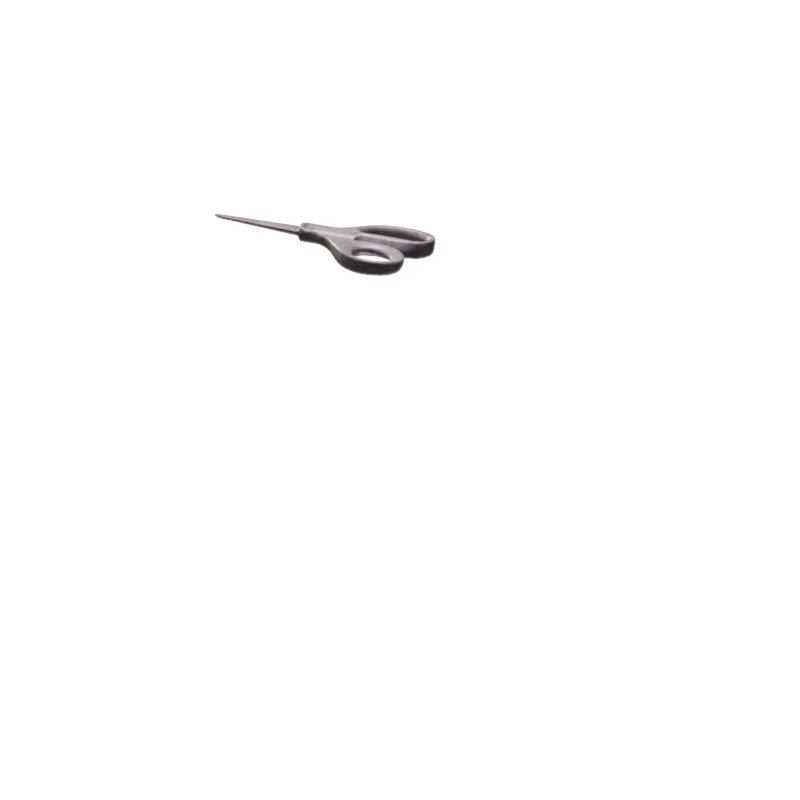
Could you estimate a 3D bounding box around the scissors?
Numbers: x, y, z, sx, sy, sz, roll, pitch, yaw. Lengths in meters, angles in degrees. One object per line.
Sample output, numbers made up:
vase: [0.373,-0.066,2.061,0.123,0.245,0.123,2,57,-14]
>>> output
scissors: [-0.073,-0.133,0.934,0.205,0.015,0.100,6,28,11]
